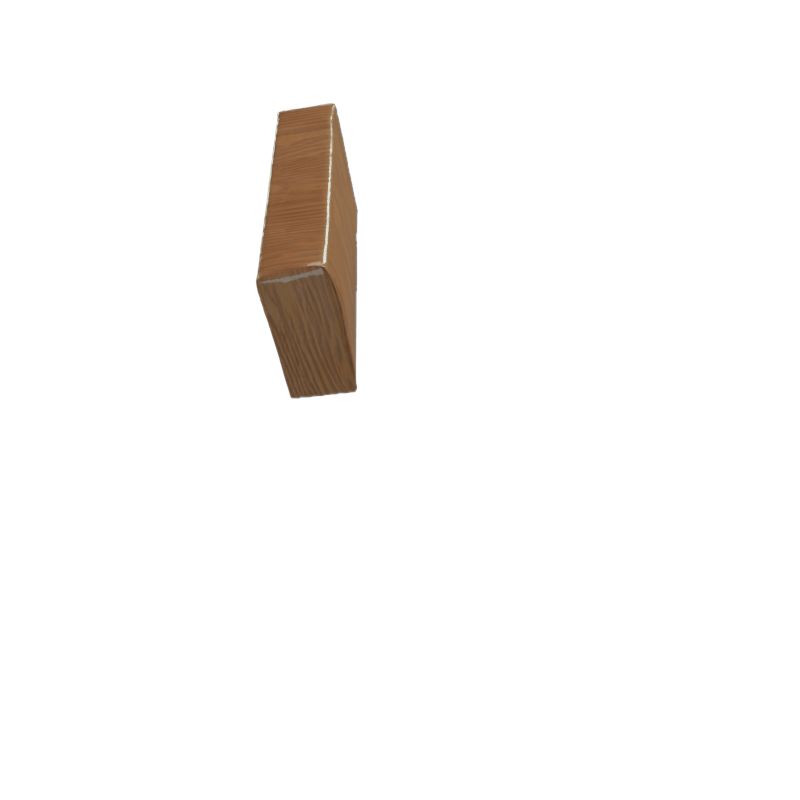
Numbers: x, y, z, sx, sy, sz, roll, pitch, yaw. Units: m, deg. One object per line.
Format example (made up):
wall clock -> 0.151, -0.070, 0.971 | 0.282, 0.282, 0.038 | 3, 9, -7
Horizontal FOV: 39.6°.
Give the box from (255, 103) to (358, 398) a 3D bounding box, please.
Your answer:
box -> -0.053, -0.097, 0.678 | 0.048, 0.086, 0.189 | -9, 41, 4
